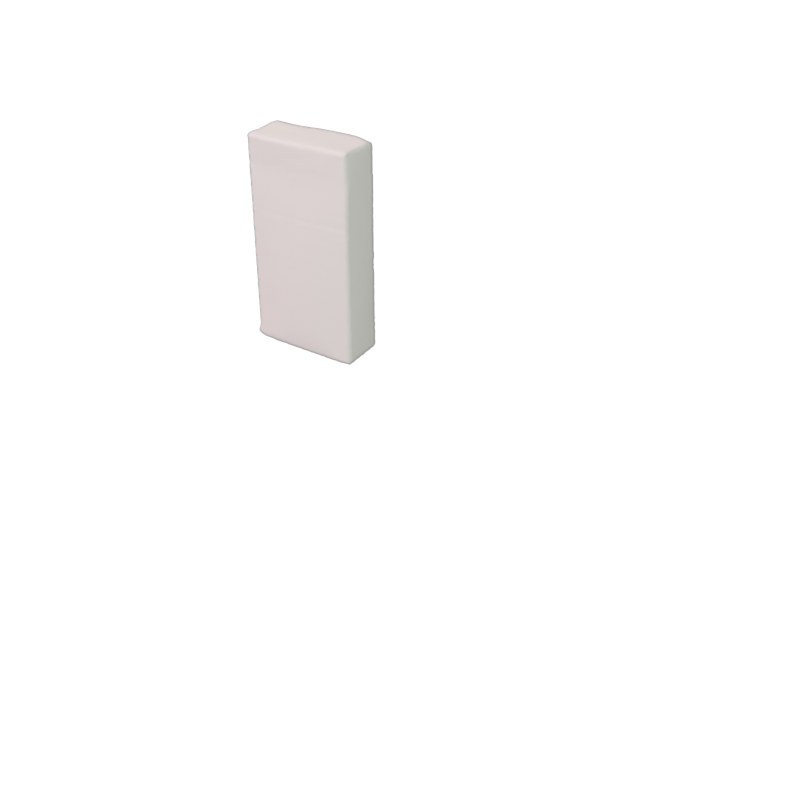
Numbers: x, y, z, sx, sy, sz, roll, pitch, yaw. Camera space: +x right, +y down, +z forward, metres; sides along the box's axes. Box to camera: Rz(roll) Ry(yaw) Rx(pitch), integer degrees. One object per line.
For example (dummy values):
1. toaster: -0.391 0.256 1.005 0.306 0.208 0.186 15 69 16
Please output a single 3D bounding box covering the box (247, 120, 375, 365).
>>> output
1. box: -0.067 -0.123 0.864 0.098 0.167 0.048 18 30 30
